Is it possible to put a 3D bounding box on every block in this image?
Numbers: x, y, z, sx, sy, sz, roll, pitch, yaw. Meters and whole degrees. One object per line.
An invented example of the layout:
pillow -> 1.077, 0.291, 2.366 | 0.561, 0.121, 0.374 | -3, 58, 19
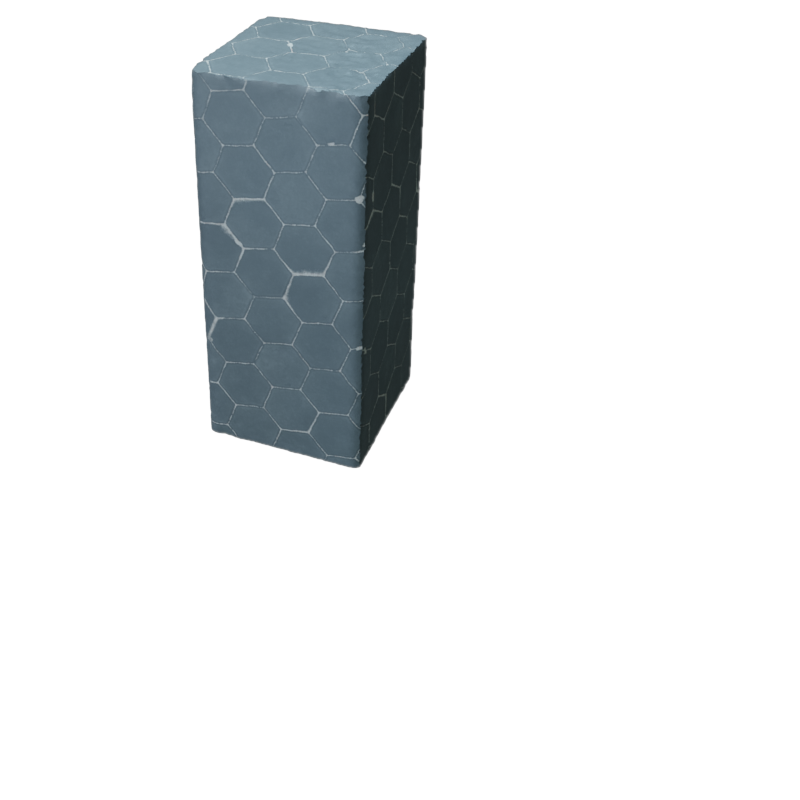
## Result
block -> -0.045, -0.082, 0.573 | 0.093, 0.194, 0.094 | 12, 33, 15
